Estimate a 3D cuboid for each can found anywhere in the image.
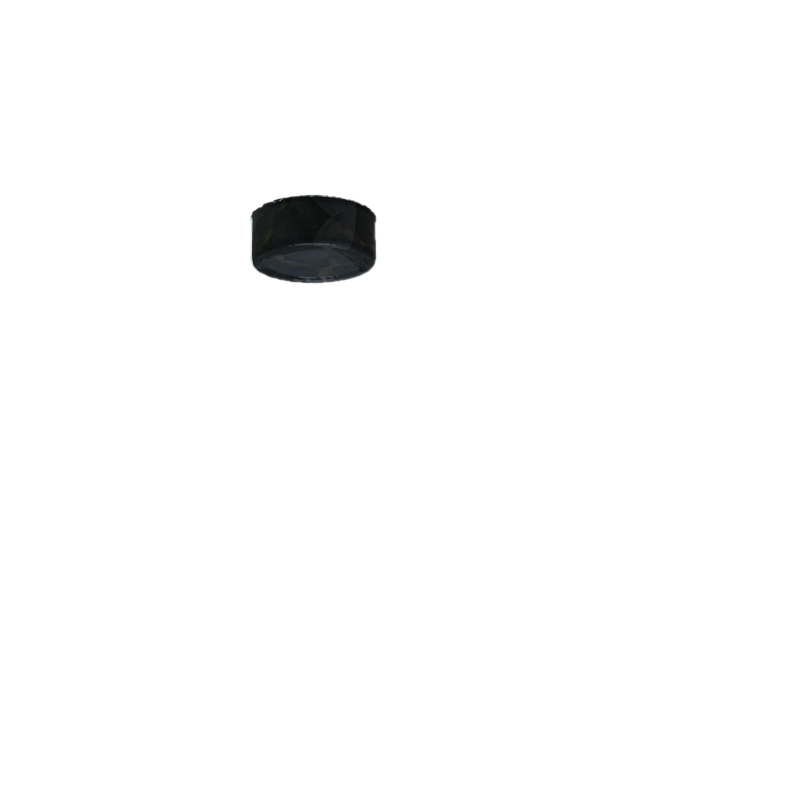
[{"bbox_3d":[-0.059,-0.107,0.748,0.086,0.035,0.083,0,-14,-2],"label":"can"}]
